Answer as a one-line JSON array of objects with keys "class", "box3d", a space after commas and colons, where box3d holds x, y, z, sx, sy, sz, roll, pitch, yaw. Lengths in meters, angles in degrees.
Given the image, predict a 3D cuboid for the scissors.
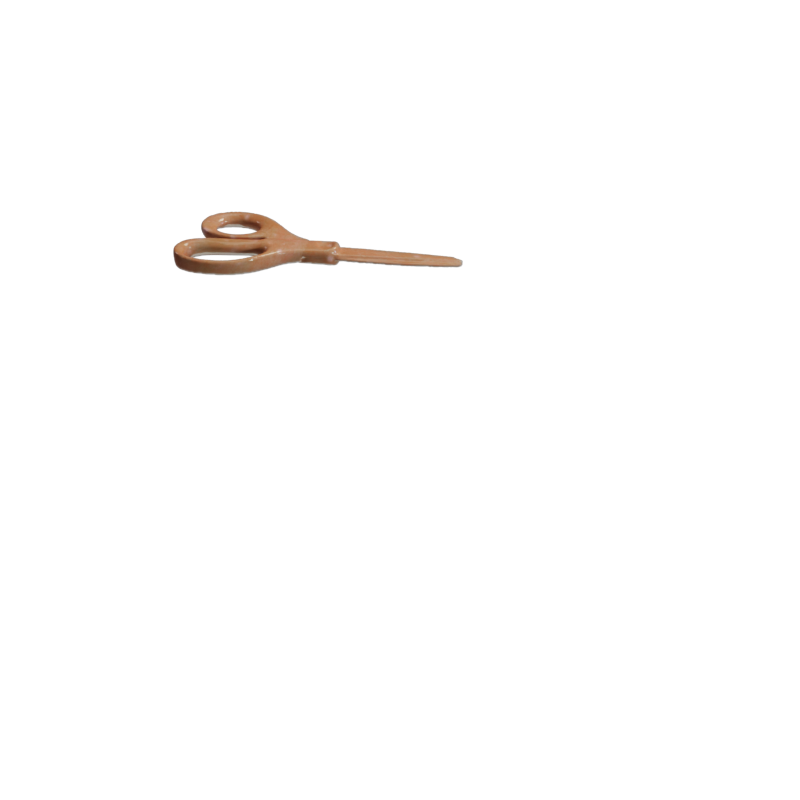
[{"class": "scissors", "box3d": [-0.063, -0.115, 0.808, 0.200, 0.015, 0.103, -3, 32, -5]}]
